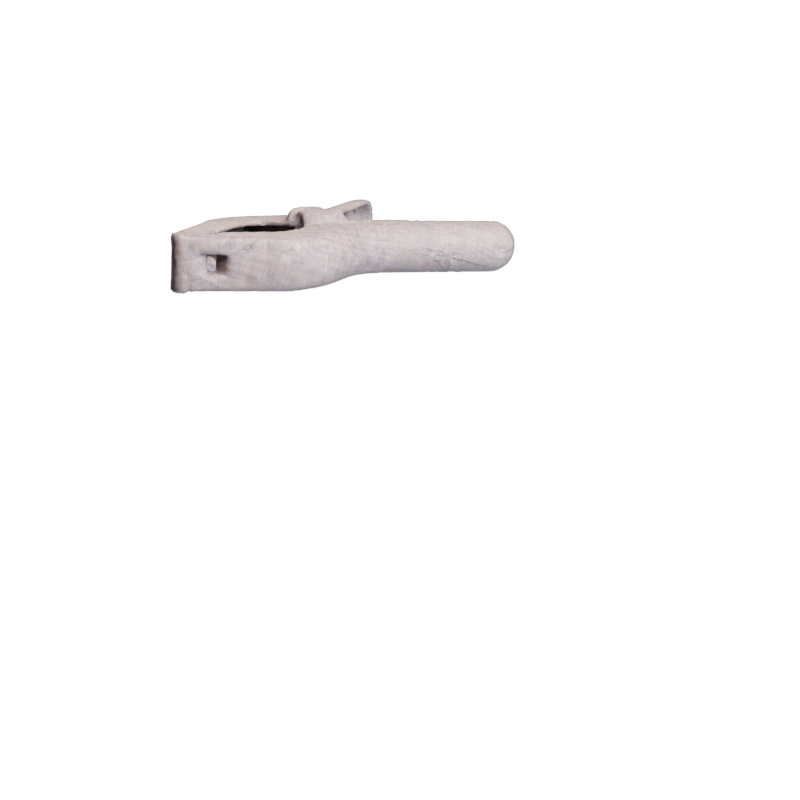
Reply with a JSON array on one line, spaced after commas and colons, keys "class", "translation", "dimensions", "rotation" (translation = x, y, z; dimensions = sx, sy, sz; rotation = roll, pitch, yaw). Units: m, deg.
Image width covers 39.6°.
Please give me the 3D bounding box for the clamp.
[{"class": "clamp", "translation": [-0.043, -0.079, 0.555], "dimensions": [0.166, 0.039, 0.126], "rotation": [-7, 13, -31]}]
